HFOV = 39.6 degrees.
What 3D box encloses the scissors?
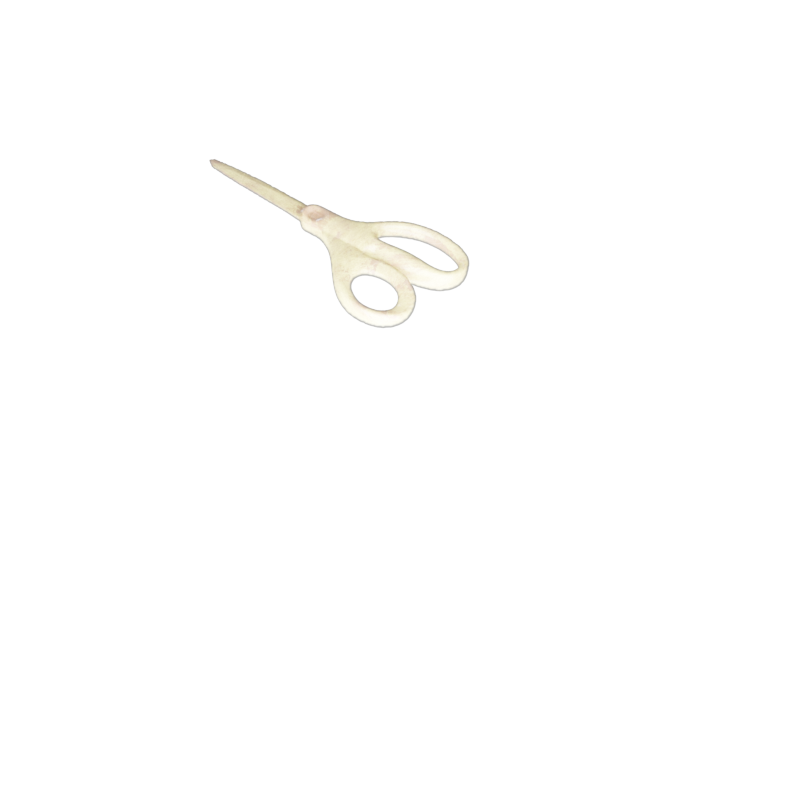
[{"bbox_3d":[-0.057,-0.103,0.724,0.208,0.015,0.100,19,50,16],"label":"scissors"}]
